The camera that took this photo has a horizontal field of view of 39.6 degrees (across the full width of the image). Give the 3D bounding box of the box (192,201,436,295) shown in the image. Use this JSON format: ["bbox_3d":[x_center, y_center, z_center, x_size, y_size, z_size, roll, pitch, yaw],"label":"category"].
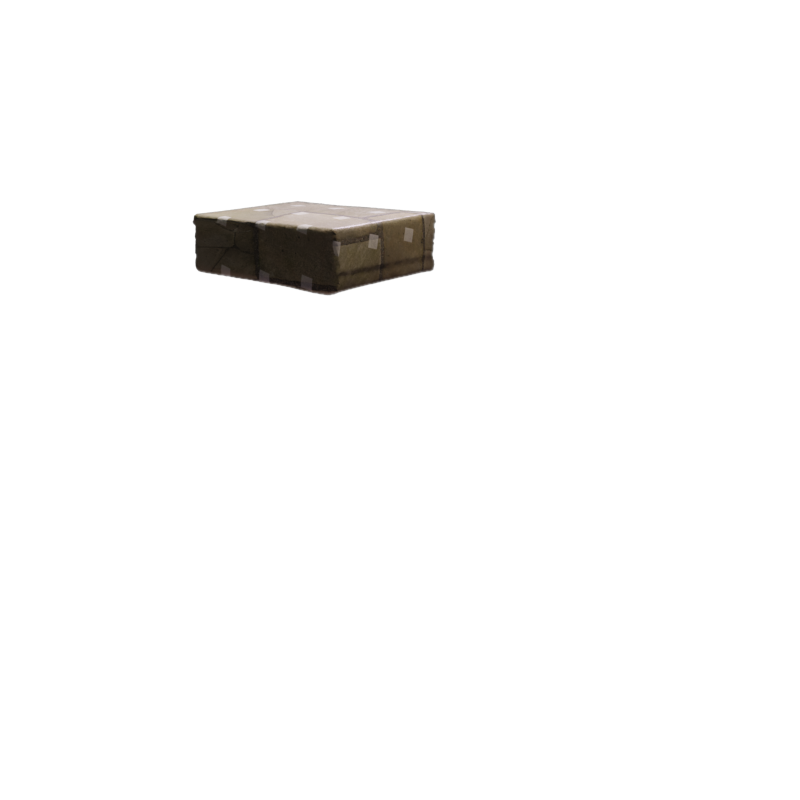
[{"bbox_3d":[-0.050,-0.092,0.642,0.119,0.038,0.088,14,22,38],"label":"box"}]
